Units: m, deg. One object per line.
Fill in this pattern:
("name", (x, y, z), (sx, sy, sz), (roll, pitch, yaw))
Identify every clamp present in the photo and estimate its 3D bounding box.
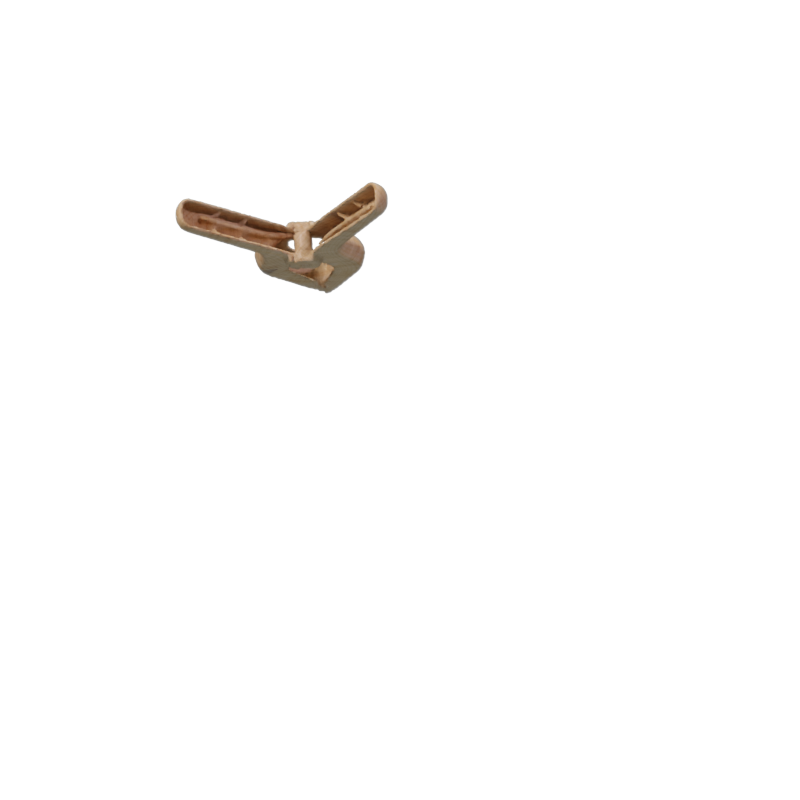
("clamp", (-0.072, -0.132, 0.924), (0.167, 0.038, 0.199), (-3, -12, 15))
